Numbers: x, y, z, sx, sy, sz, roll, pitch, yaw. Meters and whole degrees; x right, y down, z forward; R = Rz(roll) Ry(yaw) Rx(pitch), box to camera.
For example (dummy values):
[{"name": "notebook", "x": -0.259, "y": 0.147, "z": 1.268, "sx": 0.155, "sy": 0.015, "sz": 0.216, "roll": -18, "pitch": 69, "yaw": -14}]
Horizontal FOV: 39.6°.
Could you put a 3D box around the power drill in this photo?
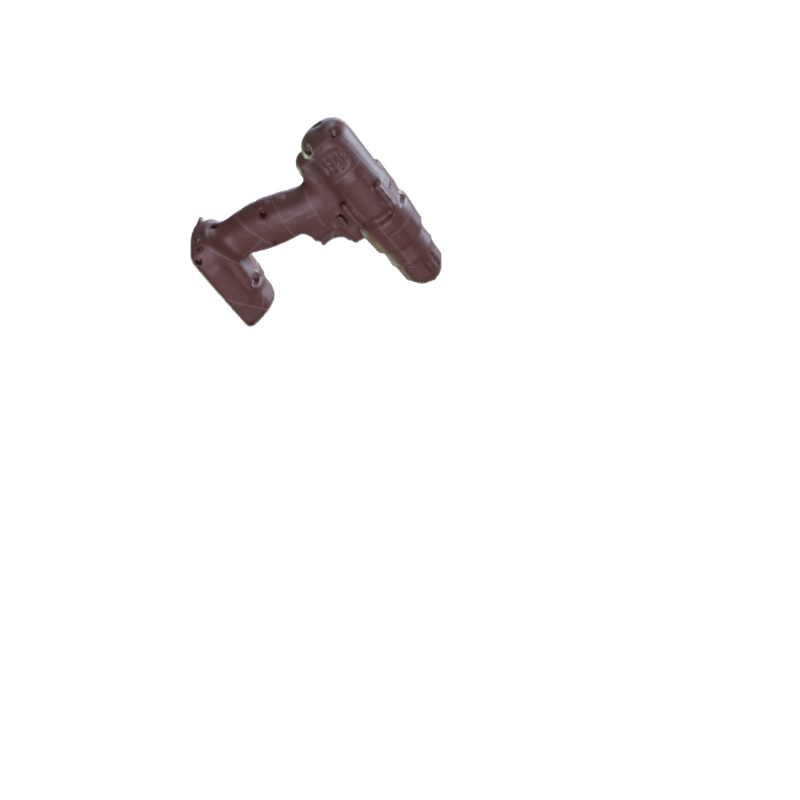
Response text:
[{"name": "power drill", "x": -0.077, "y": -0.141, "z": 0.988, "sx": 0.187, "sy": 0.173, "sz": 0.061, "roll": -29, "pitch": 29, "yaw": 17}]
